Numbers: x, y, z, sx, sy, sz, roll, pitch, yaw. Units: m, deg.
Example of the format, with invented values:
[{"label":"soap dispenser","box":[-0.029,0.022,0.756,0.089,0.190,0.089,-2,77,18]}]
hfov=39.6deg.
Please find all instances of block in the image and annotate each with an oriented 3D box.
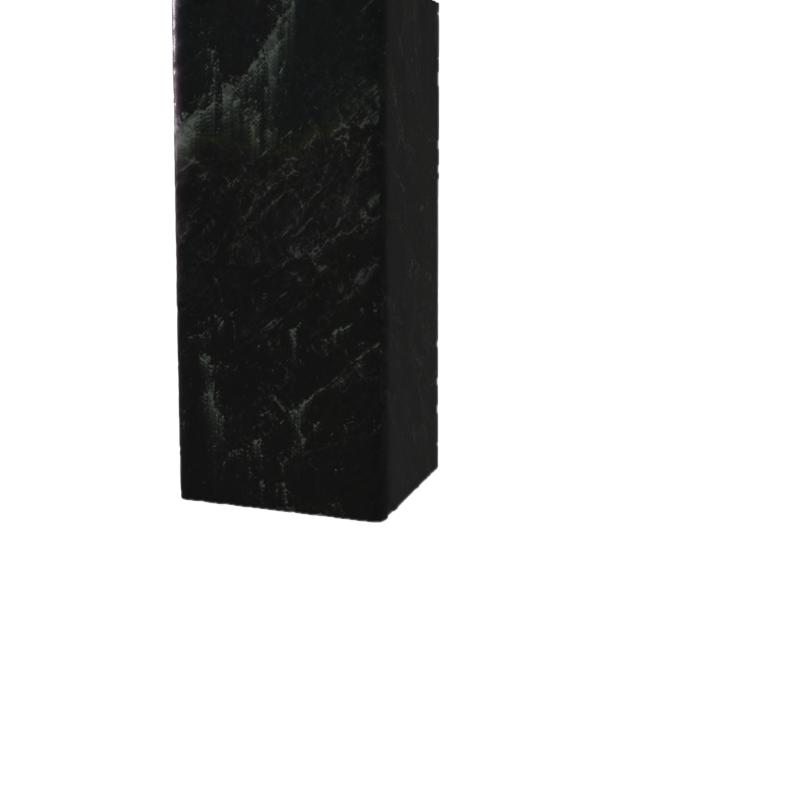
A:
[{"label":"block","box":[-0.037,-0.067,0.468,0.093,0.204,0.089,2,6,18]}]
